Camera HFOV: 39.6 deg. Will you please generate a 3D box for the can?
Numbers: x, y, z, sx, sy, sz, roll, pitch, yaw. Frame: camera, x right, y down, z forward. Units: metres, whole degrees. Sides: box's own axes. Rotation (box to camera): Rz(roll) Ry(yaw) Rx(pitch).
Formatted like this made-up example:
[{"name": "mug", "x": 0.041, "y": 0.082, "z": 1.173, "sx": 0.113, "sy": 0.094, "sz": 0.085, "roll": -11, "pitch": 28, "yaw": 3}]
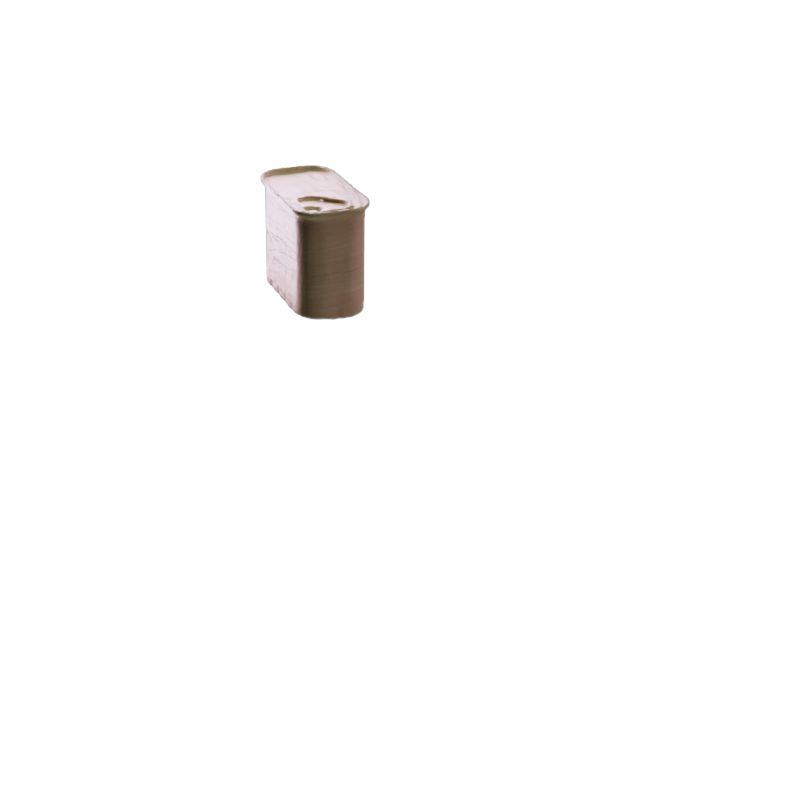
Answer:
[{"name": "can", "x": -0.063, "y": -0.115, "z": 0.806, "sx": 0.056, "sy": 0.080, "sz": 0.109, "roll": -9, "pitch": 28, "yaw": -21}]
